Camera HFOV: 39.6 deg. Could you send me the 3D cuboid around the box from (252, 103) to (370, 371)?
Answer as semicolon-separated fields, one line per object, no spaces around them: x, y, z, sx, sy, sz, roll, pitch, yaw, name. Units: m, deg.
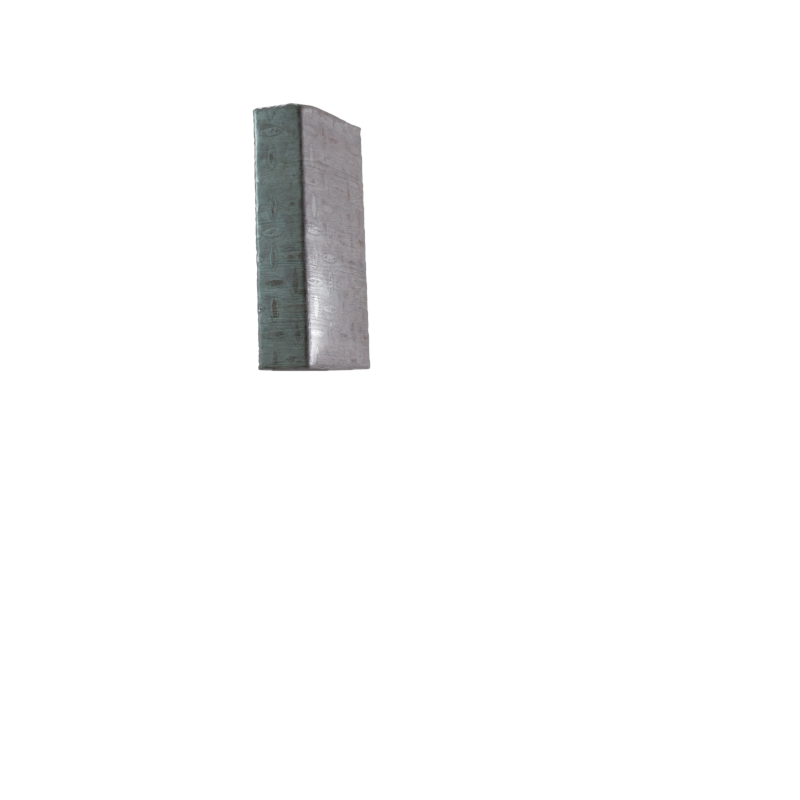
-0.059;-0.109;0.762;0.049;0.179;0.090;-3;-5;26;box
